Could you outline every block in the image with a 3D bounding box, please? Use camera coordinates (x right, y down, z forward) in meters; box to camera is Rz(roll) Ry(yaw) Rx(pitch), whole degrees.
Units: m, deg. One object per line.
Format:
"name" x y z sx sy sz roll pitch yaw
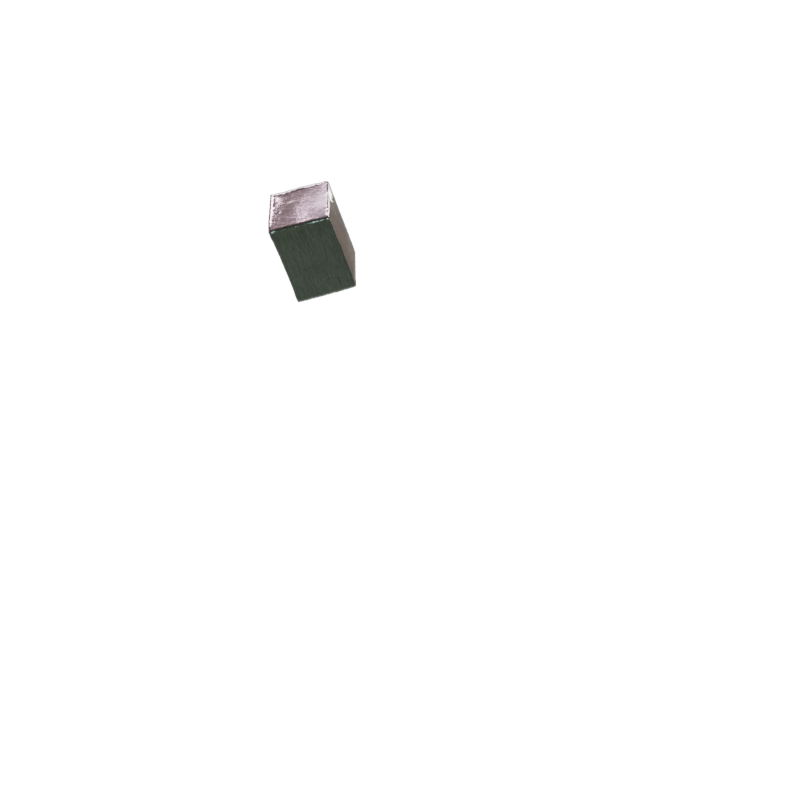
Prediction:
"block" -0.071 -0.130 0.913 0.053 0.072 0.055 -13 39 9
